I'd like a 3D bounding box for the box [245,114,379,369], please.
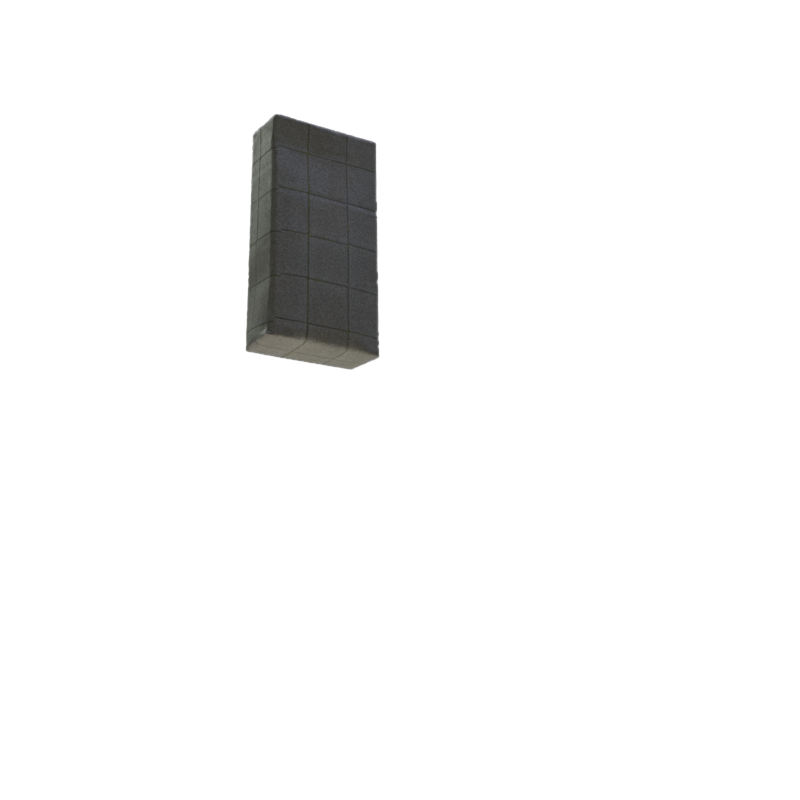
[{"bbox_3d":[-0.065,-0.118,0.827,0.089,0.186,0.048,12,-27,-29],"label":"box"}]
